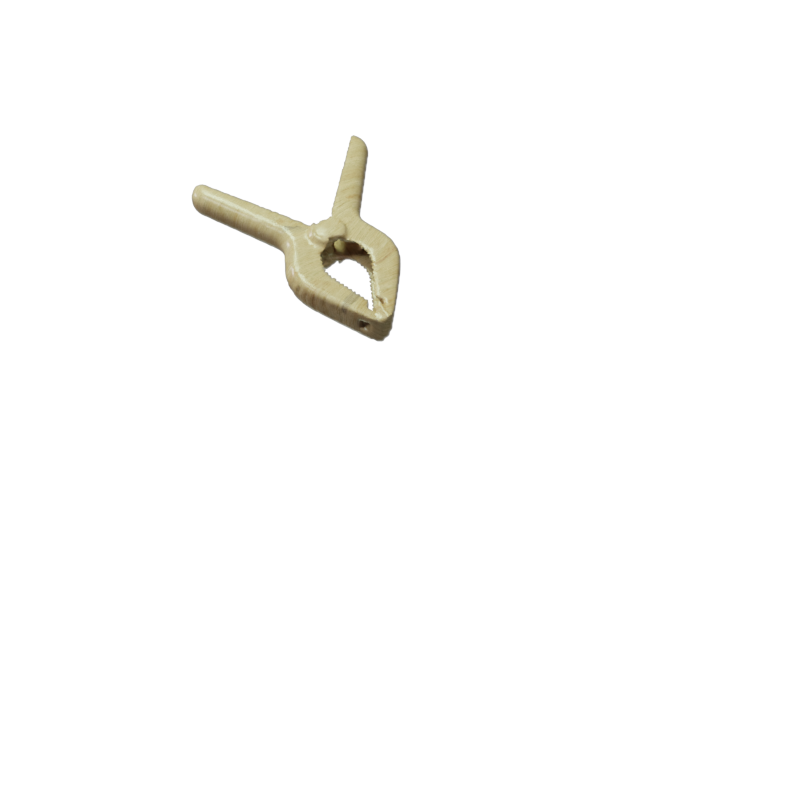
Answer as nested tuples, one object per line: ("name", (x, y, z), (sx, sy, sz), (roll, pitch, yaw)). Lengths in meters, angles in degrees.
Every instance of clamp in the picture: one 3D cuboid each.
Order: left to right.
("clamp", (-0.072, -0.130, 0.914), (0.163, 0.227, 0.034), (-16, -37, -13))
